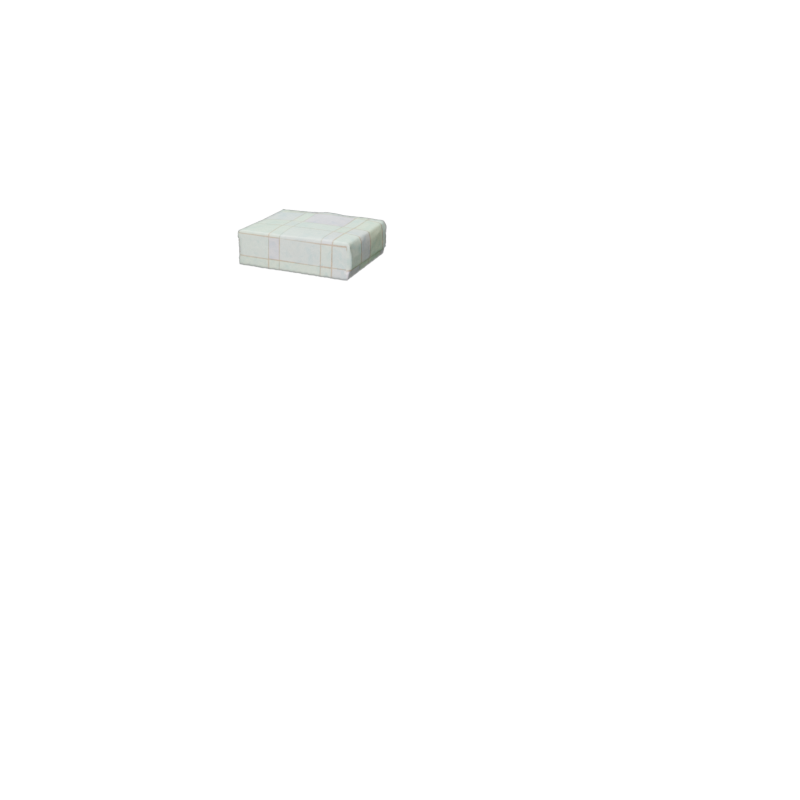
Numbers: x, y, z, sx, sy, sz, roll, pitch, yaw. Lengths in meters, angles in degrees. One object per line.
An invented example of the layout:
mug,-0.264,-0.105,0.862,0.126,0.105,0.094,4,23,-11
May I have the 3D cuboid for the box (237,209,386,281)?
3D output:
box,-0.064,-0.117,0.818,0.092,0.029,0.074,9,24,22
